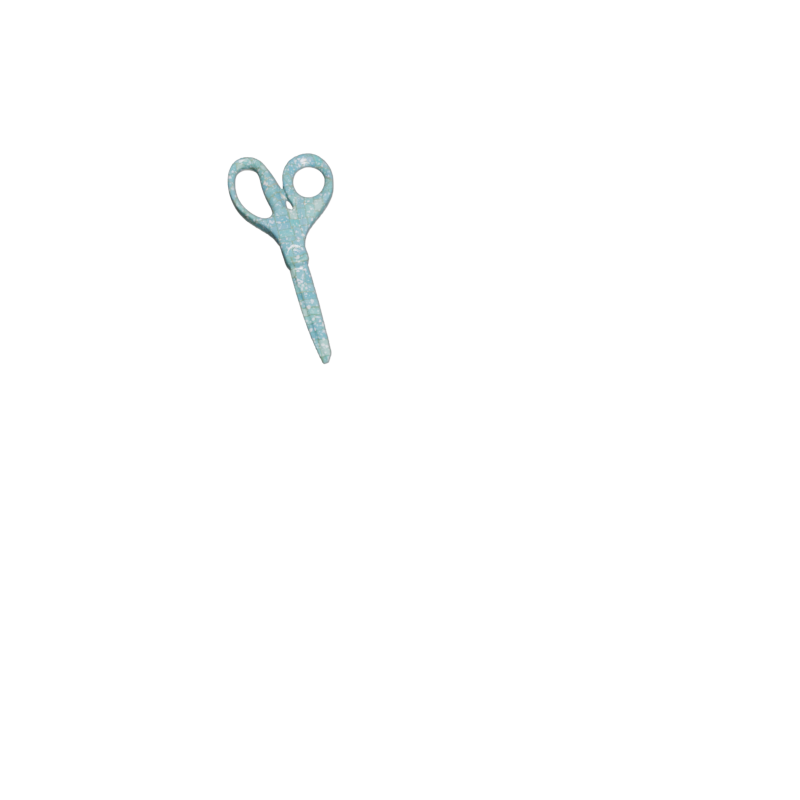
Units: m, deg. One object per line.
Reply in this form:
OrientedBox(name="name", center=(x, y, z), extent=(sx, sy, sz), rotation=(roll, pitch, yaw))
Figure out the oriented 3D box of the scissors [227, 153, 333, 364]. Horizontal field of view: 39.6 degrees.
OrientedBox(name="scissors", center=(-0.070, -0.127, 0.890), extent=(0.096, 0.216, 0.015), rotation=(-26, -28, -15))
